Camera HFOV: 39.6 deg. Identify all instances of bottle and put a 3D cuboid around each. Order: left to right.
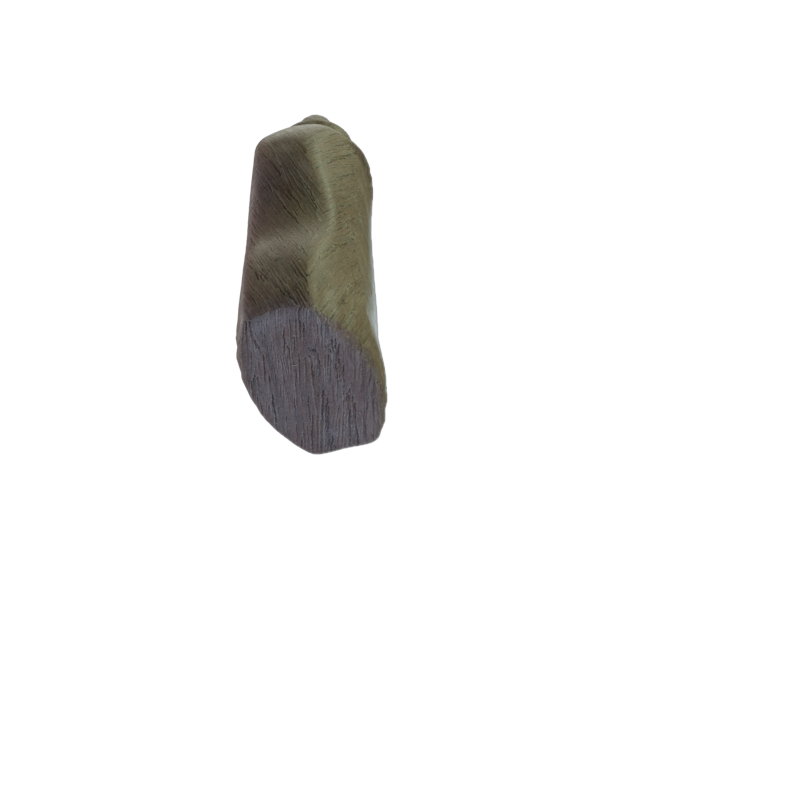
[{"bbox_3d":[-0.041,-0.076,0.534,0.059,0.206,0.089,-16,-46,12],"label":"bottle"}]
